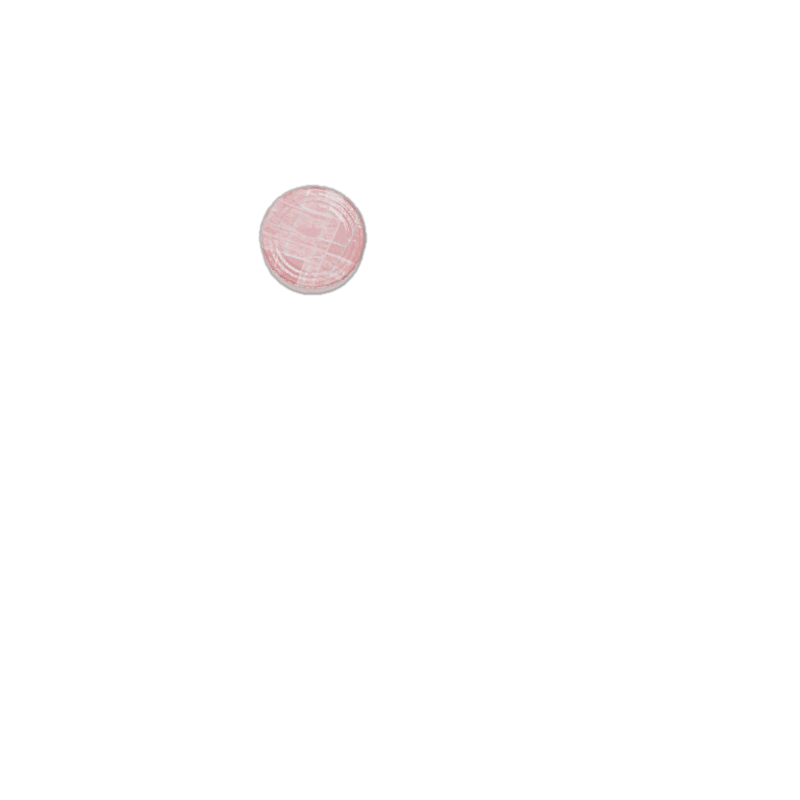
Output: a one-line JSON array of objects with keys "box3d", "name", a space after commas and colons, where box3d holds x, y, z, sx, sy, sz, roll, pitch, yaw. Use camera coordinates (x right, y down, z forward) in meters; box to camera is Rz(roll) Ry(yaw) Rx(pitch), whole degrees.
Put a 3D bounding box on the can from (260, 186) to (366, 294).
[{"box3d": [-0.071, -0.130, 0.913, 0.086, 0.089, 0.032, 0, -13, -1], "name": "can"}]
